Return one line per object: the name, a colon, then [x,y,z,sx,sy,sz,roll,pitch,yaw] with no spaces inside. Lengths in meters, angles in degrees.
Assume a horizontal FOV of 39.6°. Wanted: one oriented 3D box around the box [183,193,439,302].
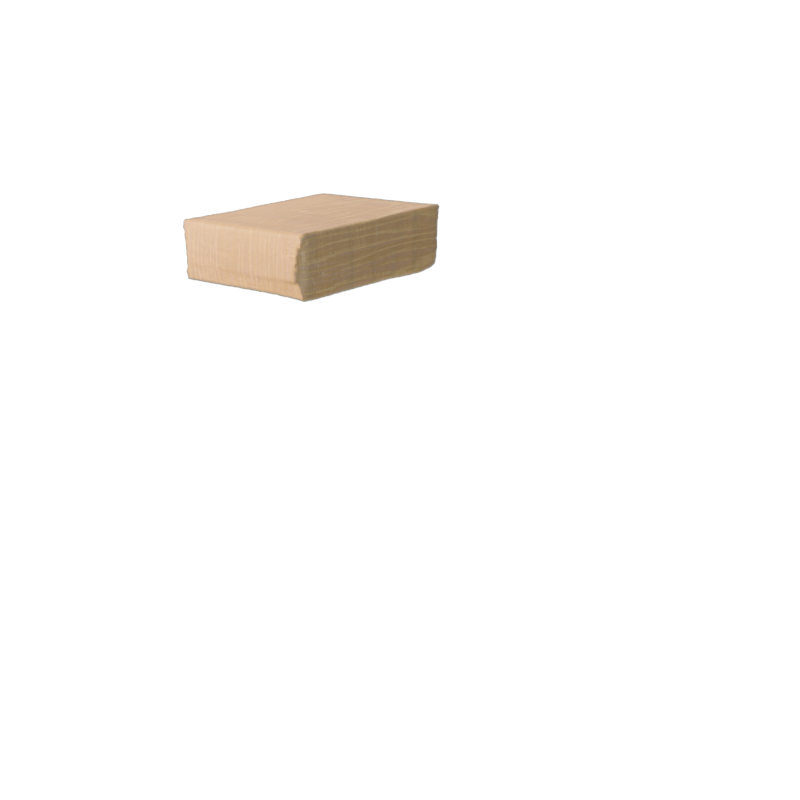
box: [-0.047,-0.086,0.603,0.095,0.038,0.111,14,22,39]
